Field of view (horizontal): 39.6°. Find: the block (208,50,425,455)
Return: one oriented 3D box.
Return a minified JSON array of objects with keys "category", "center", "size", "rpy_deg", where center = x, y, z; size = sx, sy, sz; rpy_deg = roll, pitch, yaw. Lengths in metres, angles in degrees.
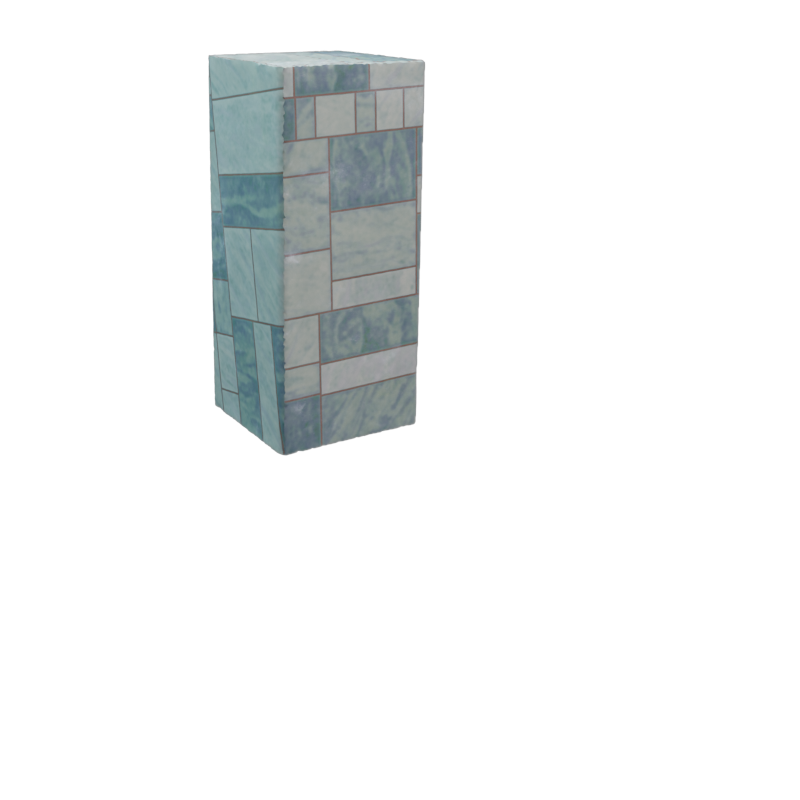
[{"category":"block","center":[-0.049,-0.089,0.625],"size":[0.088,0.199,0.096],"rpy_deg":[-9,19,-32]}]
